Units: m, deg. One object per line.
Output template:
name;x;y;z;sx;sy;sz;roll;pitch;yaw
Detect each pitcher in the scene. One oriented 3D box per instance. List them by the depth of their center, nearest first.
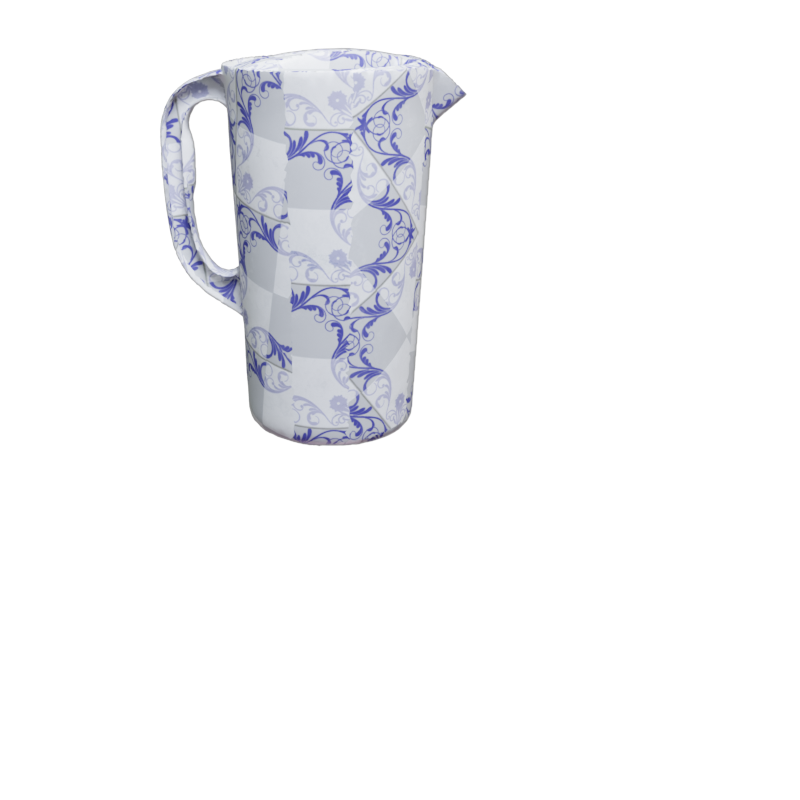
pitcher;-0.055;-0.101;0.708;0.158;0.235;0.142;16;22;41
